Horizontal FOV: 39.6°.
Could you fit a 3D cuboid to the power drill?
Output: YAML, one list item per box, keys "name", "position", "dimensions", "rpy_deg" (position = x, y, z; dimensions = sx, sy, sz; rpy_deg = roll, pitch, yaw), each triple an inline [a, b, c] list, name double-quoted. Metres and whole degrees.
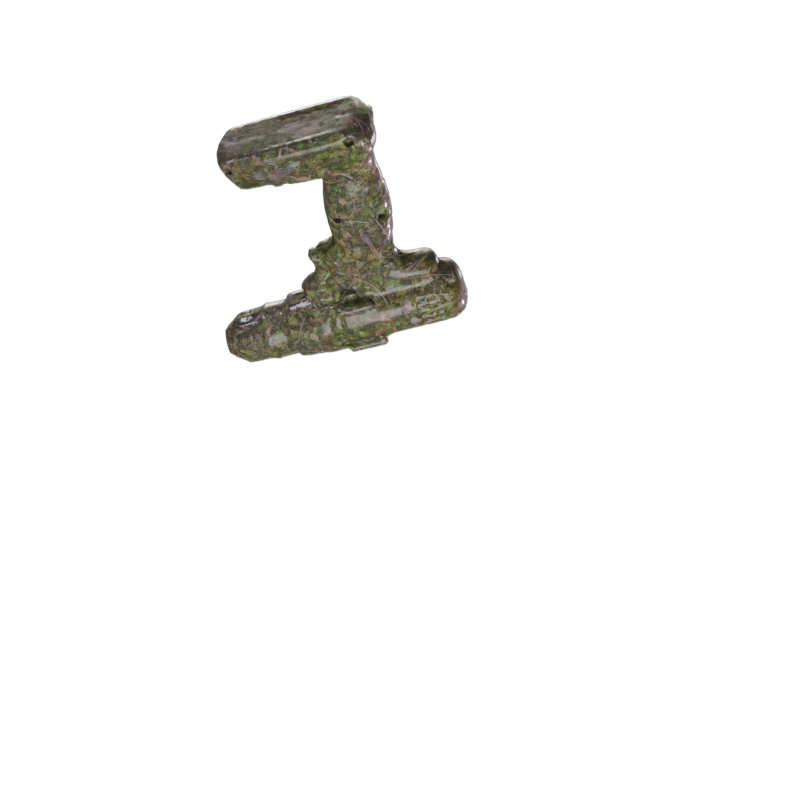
- name: "power drill"
  position: [-0.061, -0.112, 0.782]
  dimensions: [0.186, 0.174, 0.061]
  rpy_deg: [-14, 39, 11]
